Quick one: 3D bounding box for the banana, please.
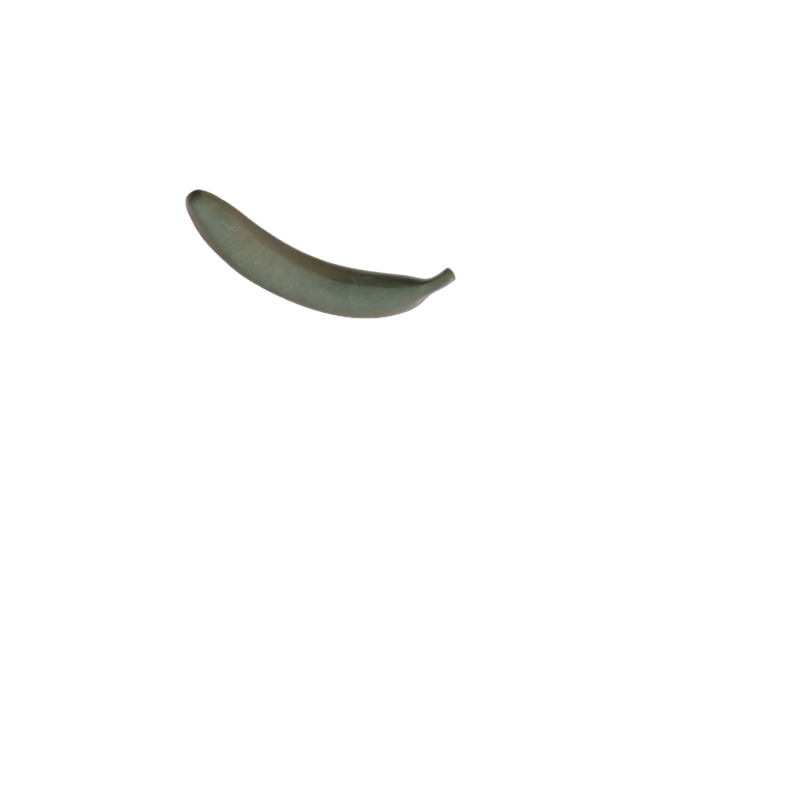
[{"bbox_3d":[-0.064,-0.097,0.795,0.194,0.066,0.039,15,31,-10],"label":"banana"}]
